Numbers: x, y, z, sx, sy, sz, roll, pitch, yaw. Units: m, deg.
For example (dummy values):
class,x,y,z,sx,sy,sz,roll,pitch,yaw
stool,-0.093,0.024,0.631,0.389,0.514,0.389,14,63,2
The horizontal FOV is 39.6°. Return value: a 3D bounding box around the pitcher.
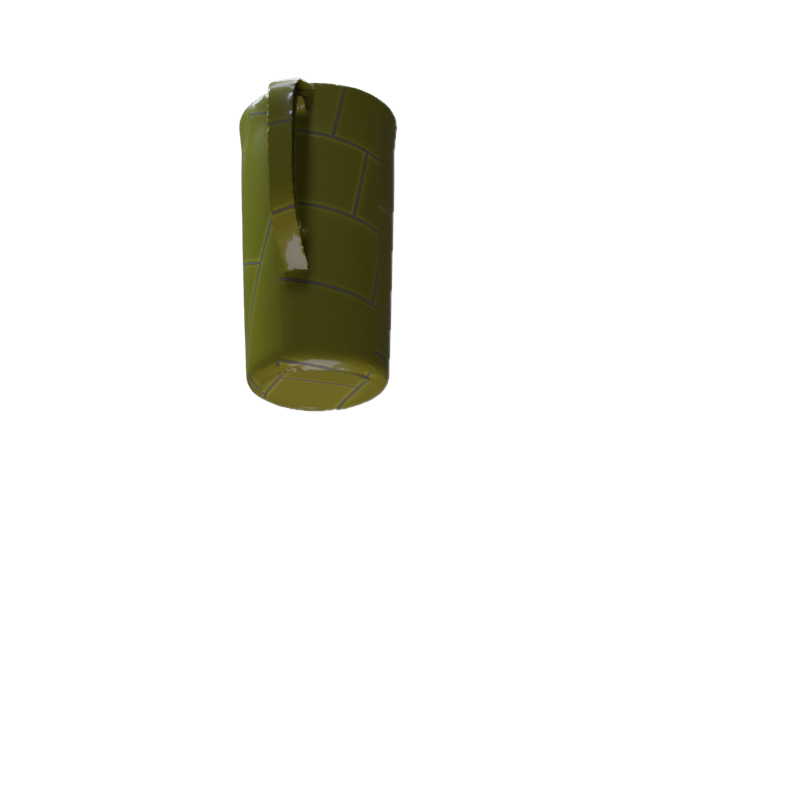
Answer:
class,x,y,z,sx,sy,sz,roll,pitch,yaw
pitcher,-0.069,-0.125,0.876,0.142,0.257,0.143,14,-30,-30
